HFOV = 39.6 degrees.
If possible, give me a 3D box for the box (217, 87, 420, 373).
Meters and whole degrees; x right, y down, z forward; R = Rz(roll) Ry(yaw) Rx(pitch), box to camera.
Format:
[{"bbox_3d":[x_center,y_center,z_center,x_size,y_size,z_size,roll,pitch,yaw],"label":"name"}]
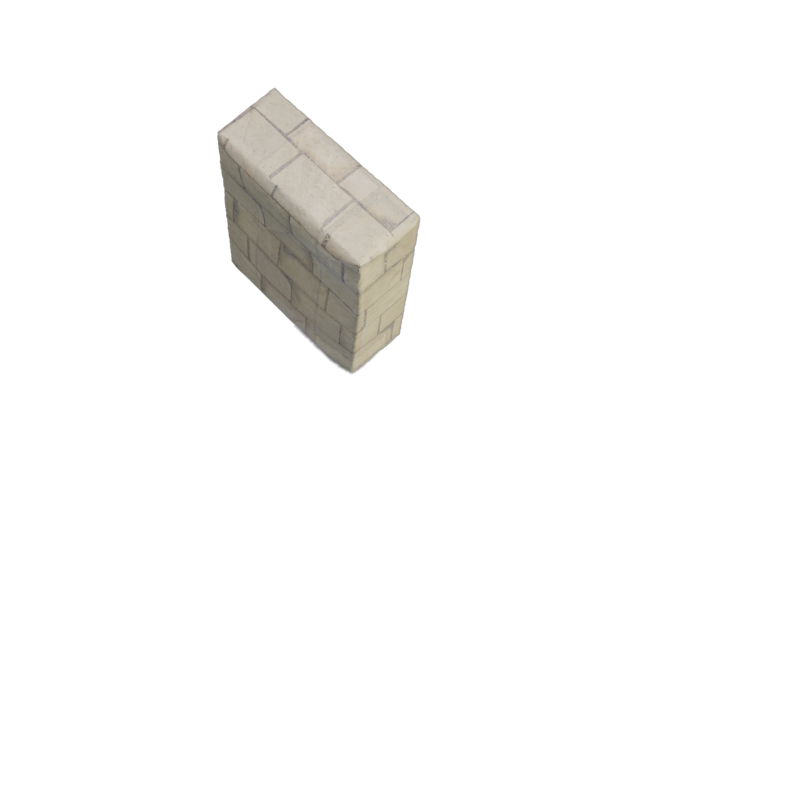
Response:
[{"bbox_3d":[-0.072,-0.132,0.923,0.072,0.172,0.202,-40,-16,-18],"label":"box"}]
